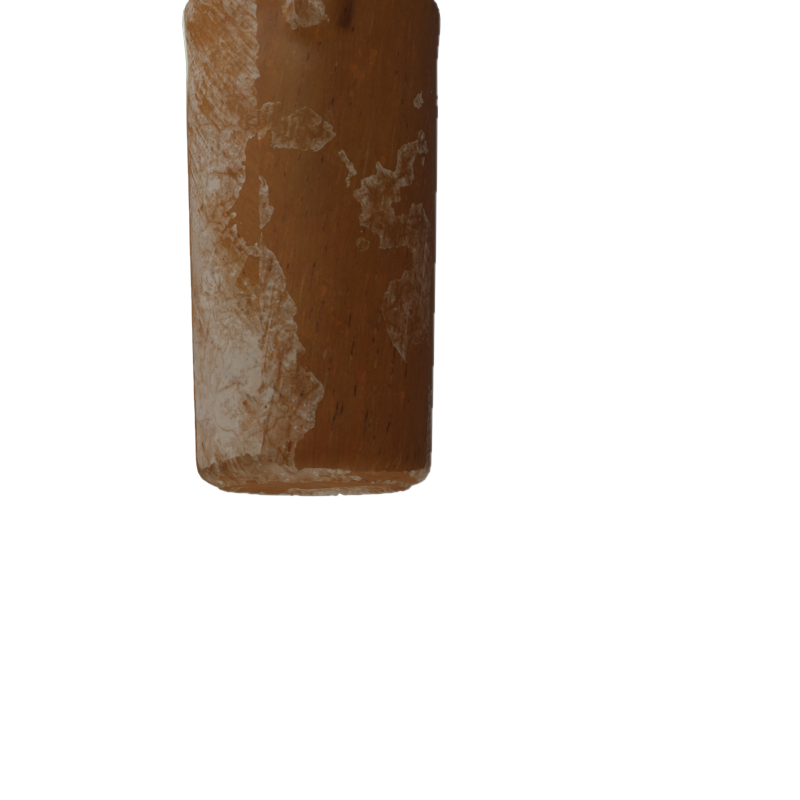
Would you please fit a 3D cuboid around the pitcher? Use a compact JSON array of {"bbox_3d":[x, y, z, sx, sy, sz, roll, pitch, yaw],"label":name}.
[{"bbox_3d":[-0.043,-0.079,0.551,0.148,0.252,0.141,-12,-18,38],"label":"pitcher"}]
